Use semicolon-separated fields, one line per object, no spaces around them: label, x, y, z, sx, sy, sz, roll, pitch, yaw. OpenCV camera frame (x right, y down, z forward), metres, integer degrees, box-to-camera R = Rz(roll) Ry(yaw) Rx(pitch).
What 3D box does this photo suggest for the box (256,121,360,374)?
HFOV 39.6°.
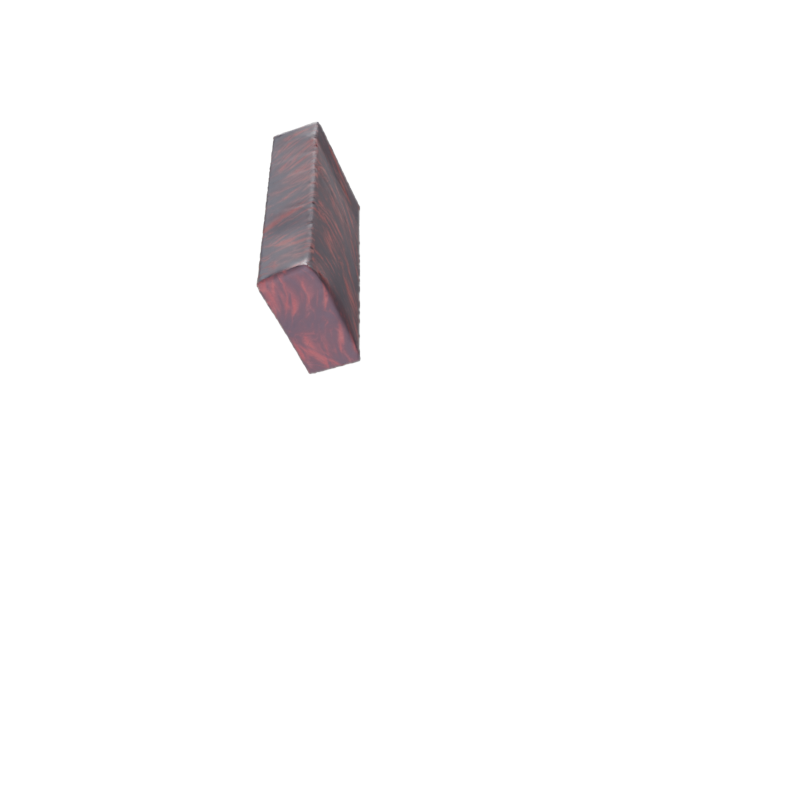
box;-0.064;-0.115;0.809;0.048;0.086;0.189;-18;40;12
